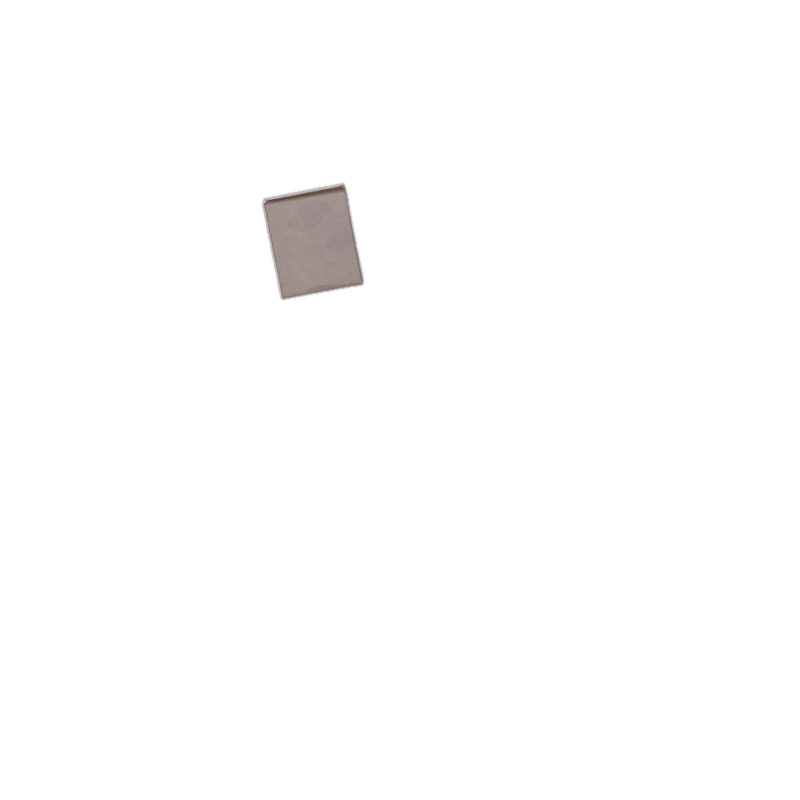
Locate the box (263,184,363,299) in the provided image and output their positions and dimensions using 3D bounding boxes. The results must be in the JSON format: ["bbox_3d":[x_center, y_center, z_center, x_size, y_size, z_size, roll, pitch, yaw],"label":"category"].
[{"bbox_3d":[-0.076,-0.139,0.970,0.073,0.087,0.031,-11,9,1],"label":"box"}]
